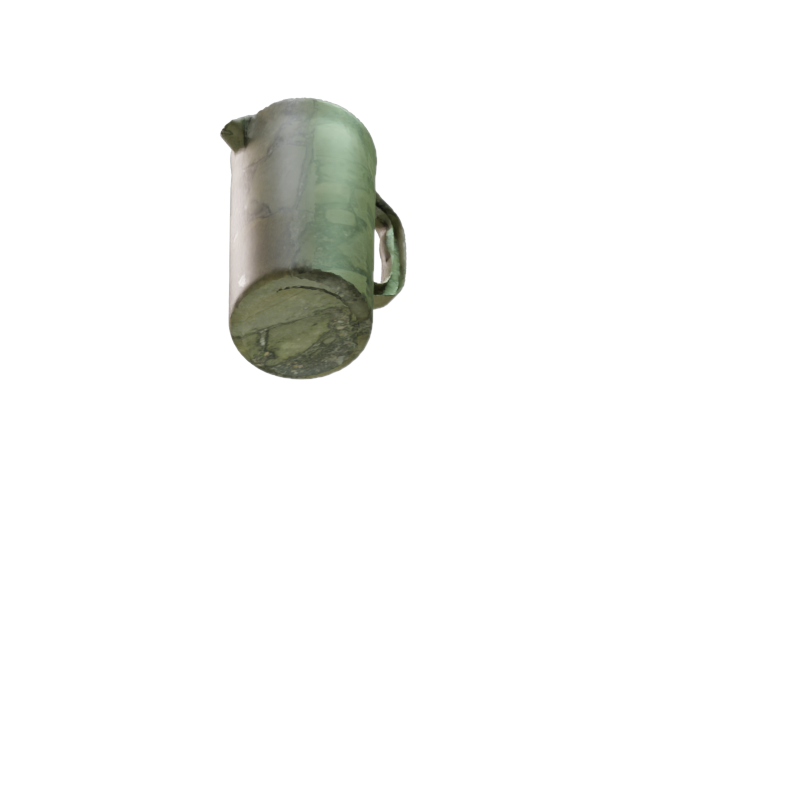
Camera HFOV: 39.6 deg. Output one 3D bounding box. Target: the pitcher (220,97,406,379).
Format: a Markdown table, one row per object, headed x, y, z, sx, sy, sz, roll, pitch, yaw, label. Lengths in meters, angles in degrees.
| x | y | z | sx | sy | sz | roll | pitch | yaw | label |
| --- | --- | --- | --- | --- | --- | --- | --- | --- | --- |
| -0.072 | -0.131 | 0.917 | 0.150 | 0.134 | 0.261 | -7 | 42 | 3 | pitcher |
